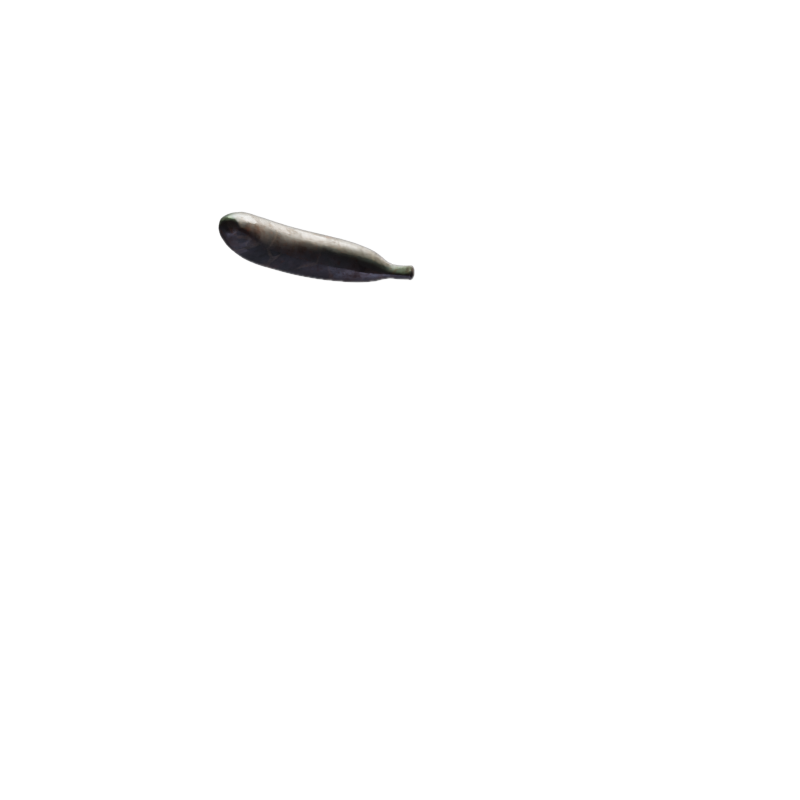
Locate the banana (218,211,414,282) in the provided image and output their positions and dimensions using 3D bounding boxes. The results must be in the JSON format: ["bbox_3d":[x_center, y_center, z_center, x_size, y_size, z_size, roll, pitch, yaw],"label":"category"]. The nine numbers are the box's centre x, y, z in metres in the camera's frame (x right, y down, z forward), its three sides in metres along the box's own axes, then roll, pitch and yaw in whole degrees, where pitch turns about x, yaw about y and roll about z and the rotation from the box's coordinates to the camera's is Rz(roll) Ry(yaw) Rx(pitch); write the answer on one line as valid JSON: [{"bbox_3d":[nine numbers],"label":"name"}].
[{"bbox_3d":[-0.080,-0.125,0.904,0.188,0.038,0.071,7,-12,-41],"label":"banana"}]
